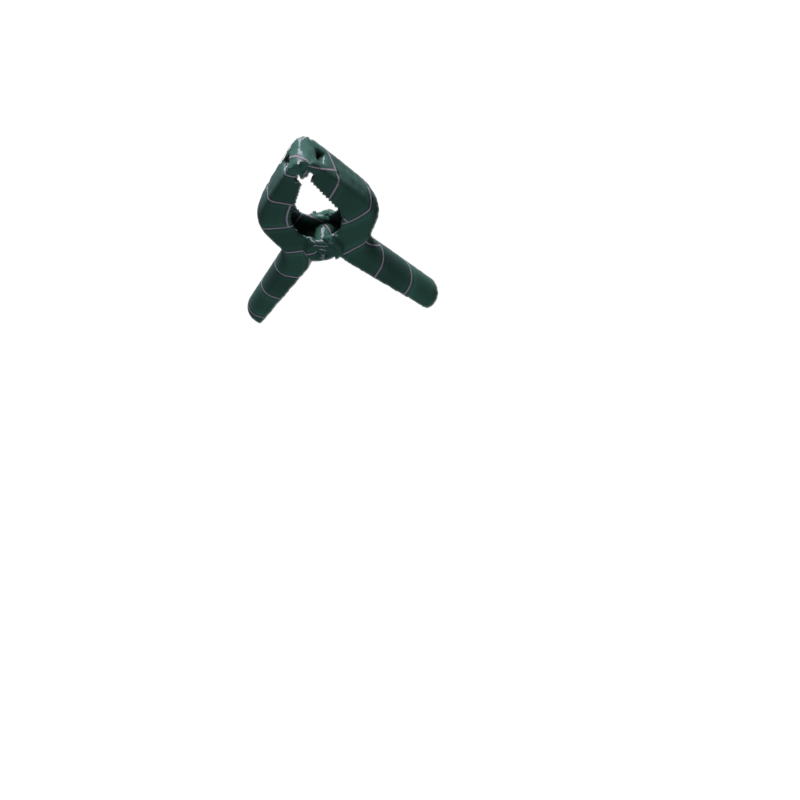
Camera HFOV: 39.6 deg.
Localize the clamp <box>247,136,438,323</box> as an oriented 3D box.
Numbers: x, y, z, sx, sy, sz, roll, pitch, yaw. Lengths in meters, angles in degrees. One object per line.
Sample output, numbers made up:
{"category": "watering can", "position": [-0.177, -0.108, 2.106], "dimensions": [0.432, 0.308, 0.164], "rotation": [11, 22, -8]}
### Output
{"category": "clamp", "position": [-0.070, -0.128, 0.893], "dimensions": [0.166, 0.039, 0.194], "rotation": [-9, -35, 13]}
